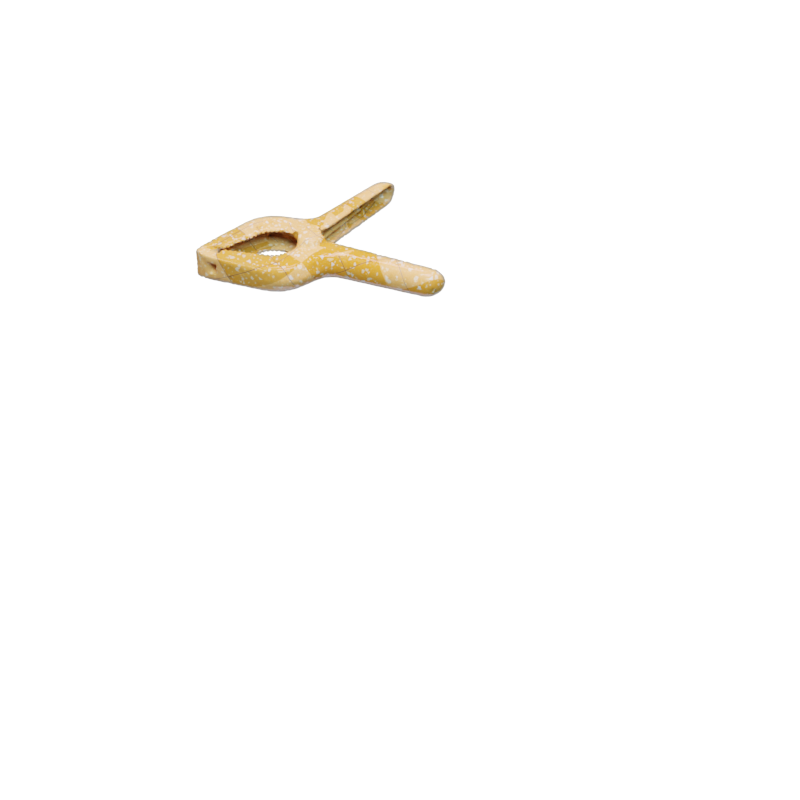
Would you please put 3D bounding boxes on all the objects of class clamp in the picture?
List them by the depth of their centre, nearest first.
[{"bbox_3d":[-0.078,-0.143,0.999,0.208,0.034,0.177,-5,39,-6],"label":"clamp"}]
